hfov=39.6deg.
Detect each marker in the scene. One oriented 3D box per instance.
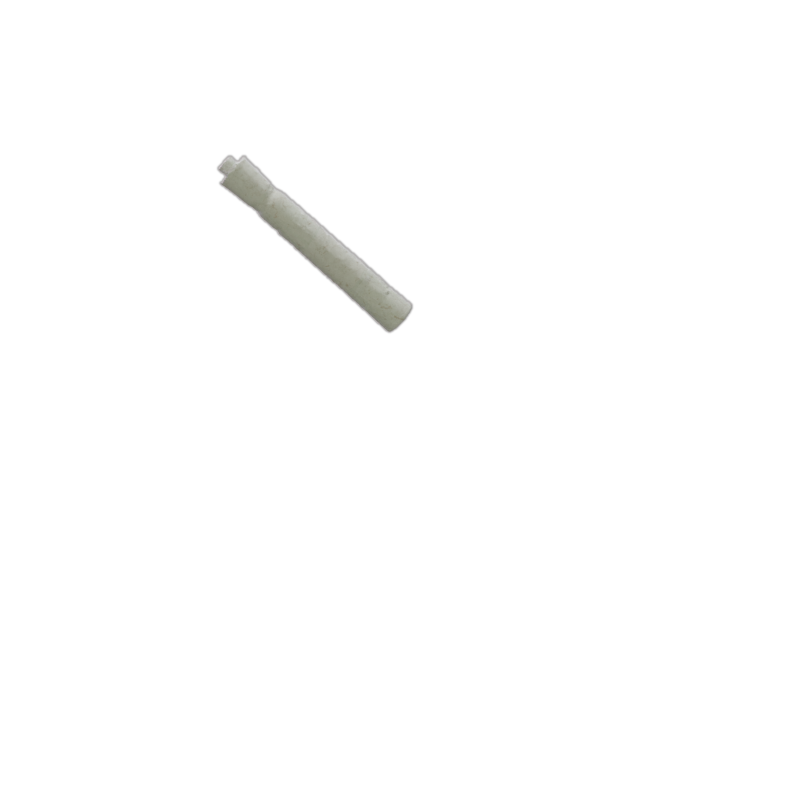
[{"bbox_3d":[-0.044,-0.080,0.563,0.119,0.020,0.020,41,-3,-6],"label":"marker"}]
